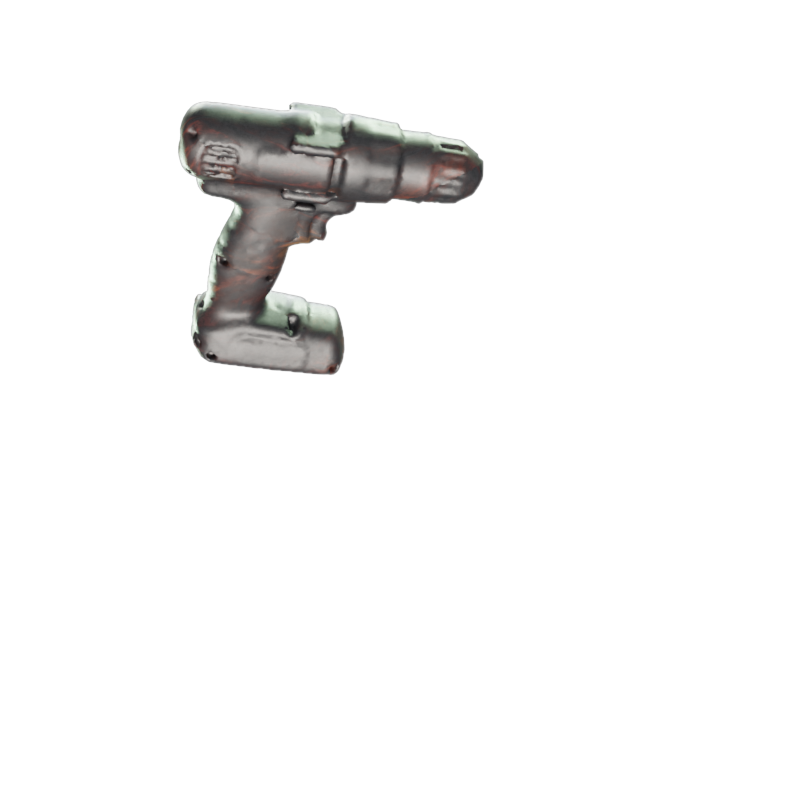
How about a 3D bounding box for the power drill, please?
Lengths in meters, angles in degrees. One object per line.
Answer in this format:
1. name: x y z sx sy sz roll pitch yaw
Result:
1. power drill: -0.055 -0.101 0.707 0.182 0.177 0.061 9 40 -8
